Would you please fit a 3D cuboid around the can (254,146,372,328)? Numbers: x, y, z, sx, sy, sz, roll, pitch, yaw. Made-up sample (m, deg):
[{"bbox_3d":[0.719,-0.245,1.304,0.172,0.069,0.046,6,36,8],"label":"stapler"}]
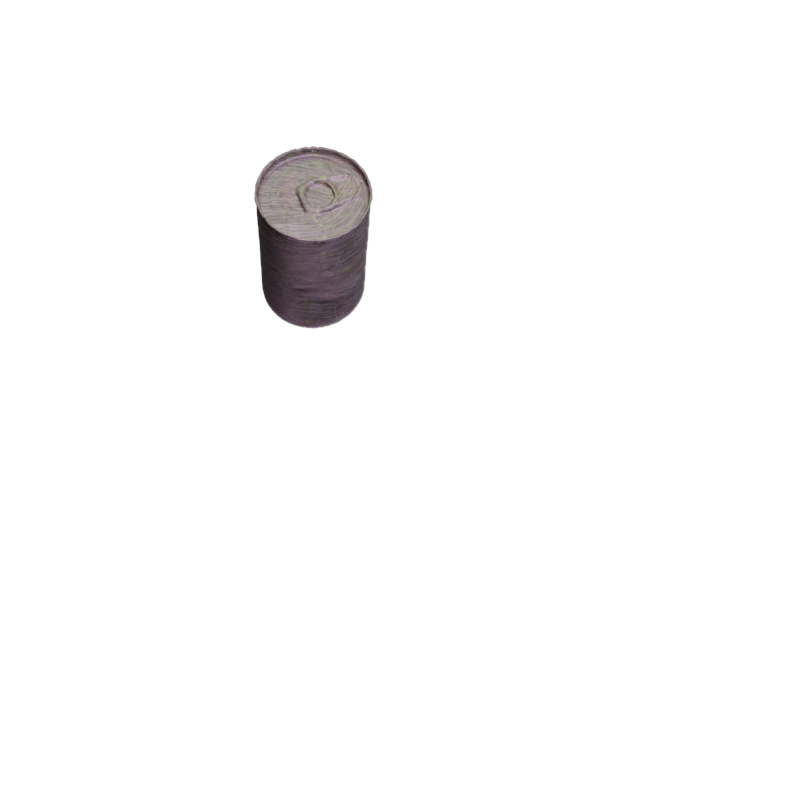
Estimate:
[{"bbox_3d":[-0.053,-0.097,0.679,0.068,0.073,0.096,0,-30,-3],"label":"can"}]
